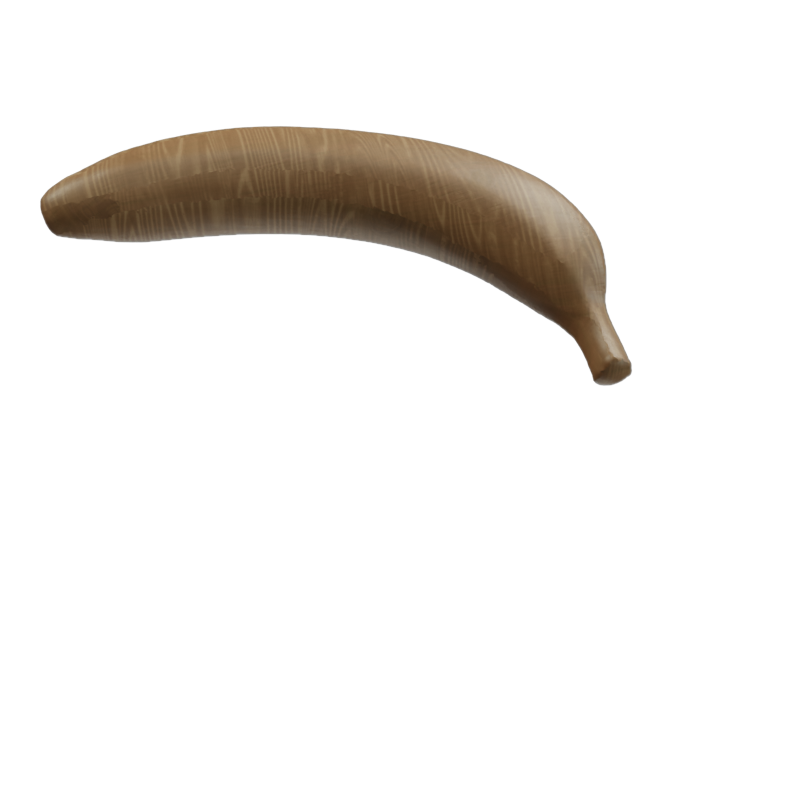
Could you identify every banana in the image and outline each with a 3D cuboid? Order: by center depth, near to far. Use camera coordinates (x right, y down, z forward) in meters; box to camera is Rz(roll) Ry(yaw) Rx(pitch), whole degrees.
[{"bbox_3d":[-0.018,-0.062,0.364,0.203,0.034,0.072,15,44,15],"label":"banana"}]
